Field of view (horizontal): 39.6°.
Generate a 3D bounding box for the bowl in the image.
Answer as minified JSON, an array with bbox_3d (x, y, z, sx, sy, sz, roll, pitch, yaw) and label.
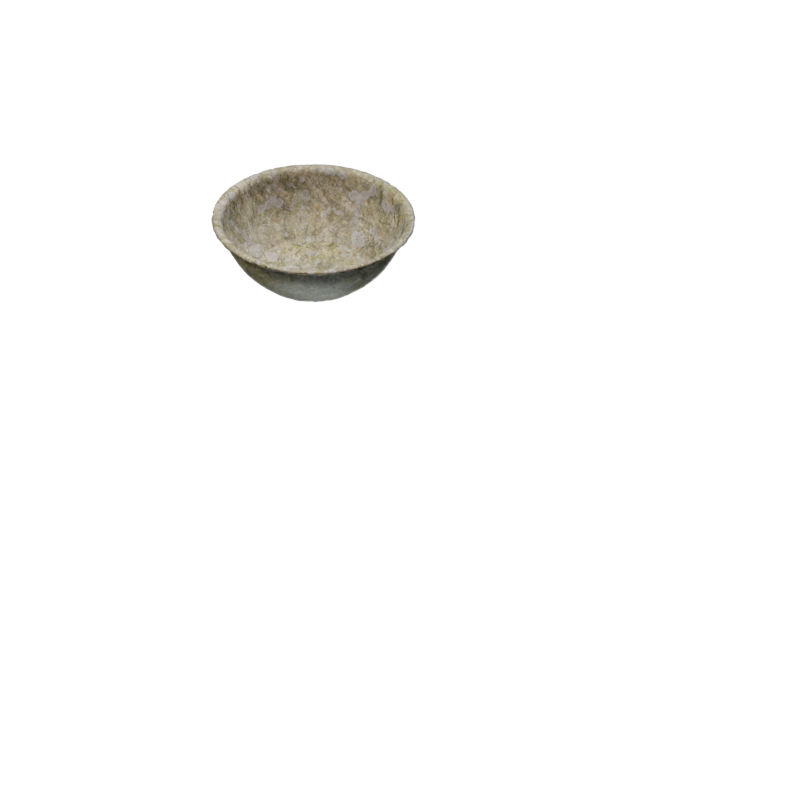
[{"bbox_3d":[-0.070,-0.128,0.894,0.162,0.051,0.174,-1,38,-2],"label":"bowl"}]
